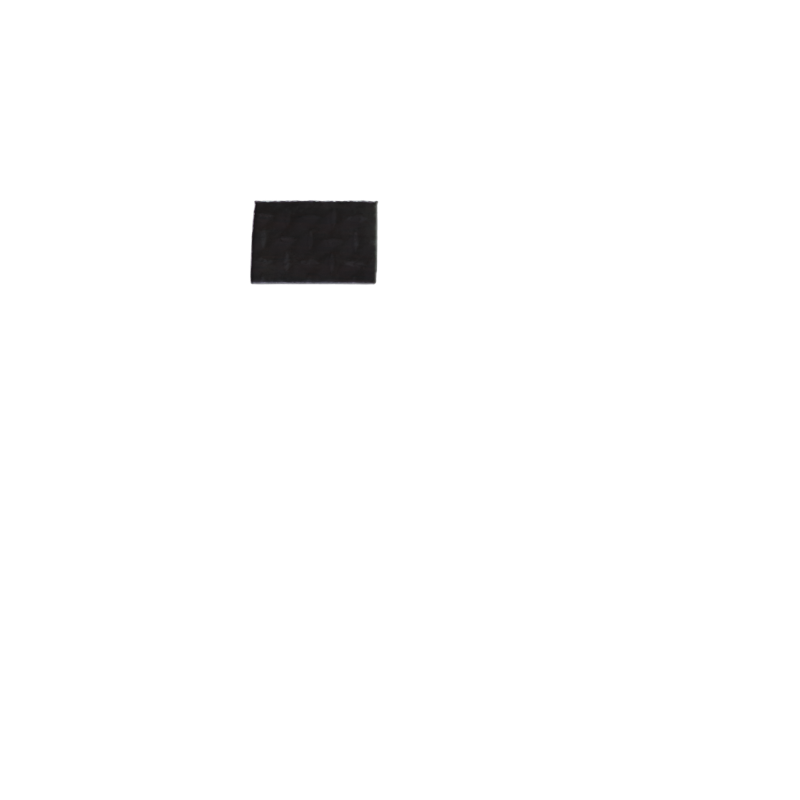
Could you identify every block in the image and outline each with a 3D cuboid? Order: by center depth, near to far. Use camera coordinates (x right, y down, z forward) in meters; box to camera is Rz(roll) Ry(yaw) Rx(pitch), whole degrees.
[{"bbox_3d":[-0.055,-0.099,0.696,0.078,0.051,0.053,0,5,-3],"label":"block"}]
